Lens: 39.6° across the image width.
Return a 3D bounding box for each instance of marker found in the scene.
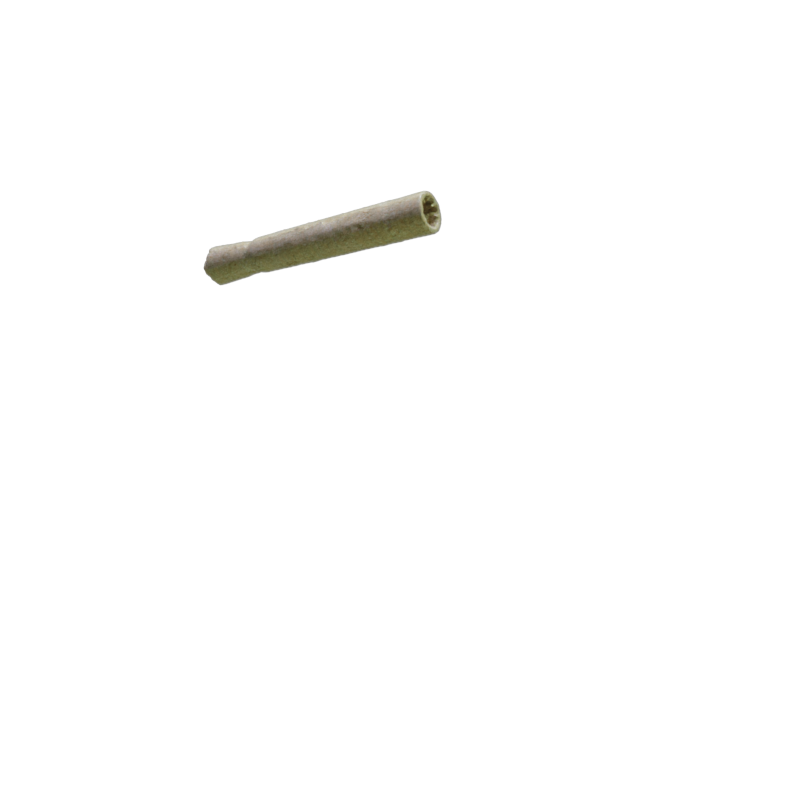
[{"bbox_3d":[-0.039,-0.071,0.495,0.123,0.020,0.019,-9,-1,32],"label":"marker"}]
